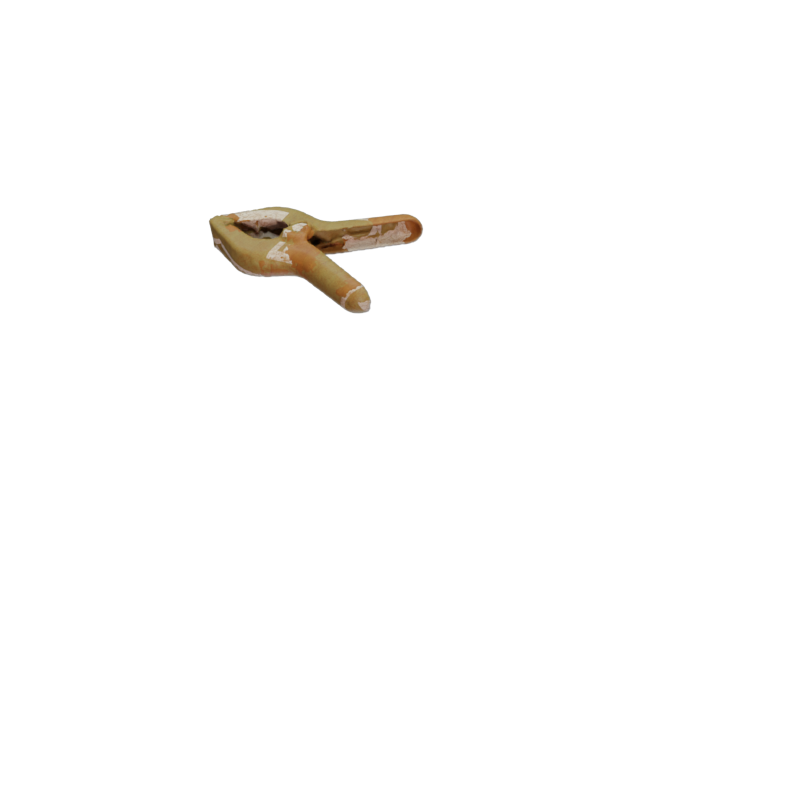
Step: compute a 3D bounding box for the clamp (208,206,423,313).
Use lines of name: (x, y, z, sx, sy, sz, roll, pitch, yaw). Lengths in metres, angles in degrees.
clamp: (-0.070, -0.127, 0.892, 0.180, 0.037, 0.122, 21, 40, 27)
